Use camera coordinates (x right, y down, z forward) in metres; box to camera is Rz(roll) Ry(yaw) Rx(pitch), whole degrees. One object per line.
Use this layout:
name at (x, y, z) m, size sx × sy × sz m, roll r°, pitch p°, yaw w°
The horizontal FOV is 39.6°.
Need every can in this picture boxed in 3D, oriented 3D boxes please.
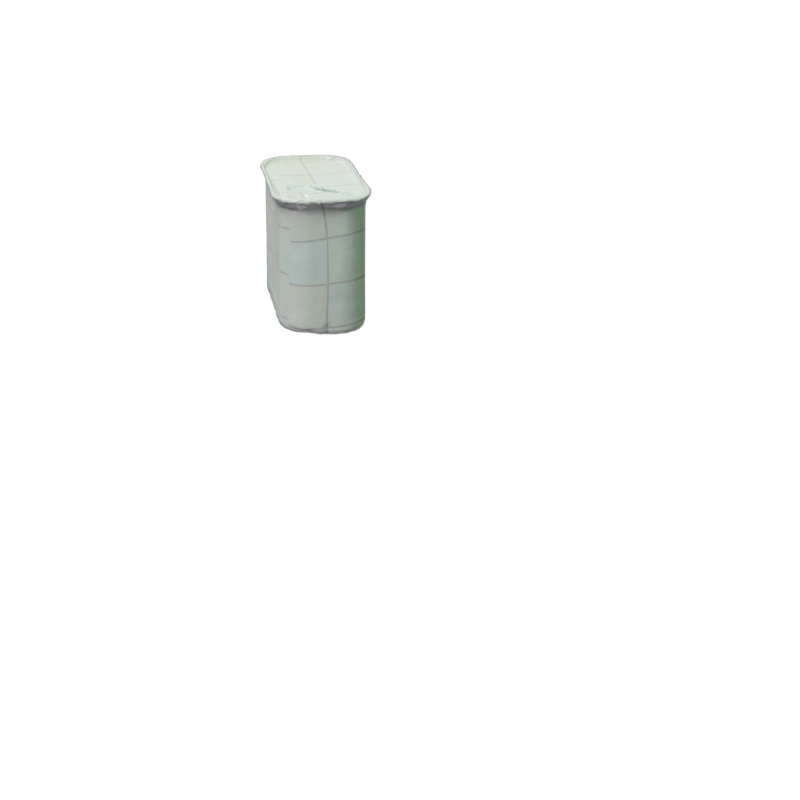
can at (-0.053, -0.096, 0.673) m, size 0.057 × 0.080 × 0.108 m, roll -3°, pitch 23°, yaw -11°
